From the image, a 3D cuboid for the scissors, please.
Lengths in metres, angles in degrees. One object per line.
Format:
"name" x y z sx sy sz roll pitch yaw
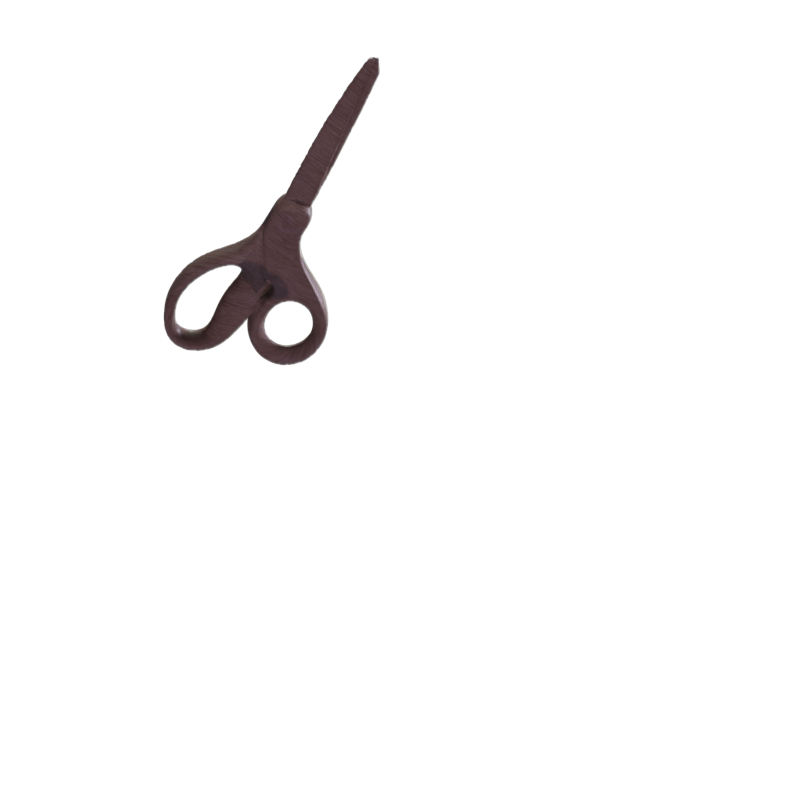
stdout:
"scissors" -0.044 -0.080 0.562 0.091 0.017 0.199 33 -54 -28
